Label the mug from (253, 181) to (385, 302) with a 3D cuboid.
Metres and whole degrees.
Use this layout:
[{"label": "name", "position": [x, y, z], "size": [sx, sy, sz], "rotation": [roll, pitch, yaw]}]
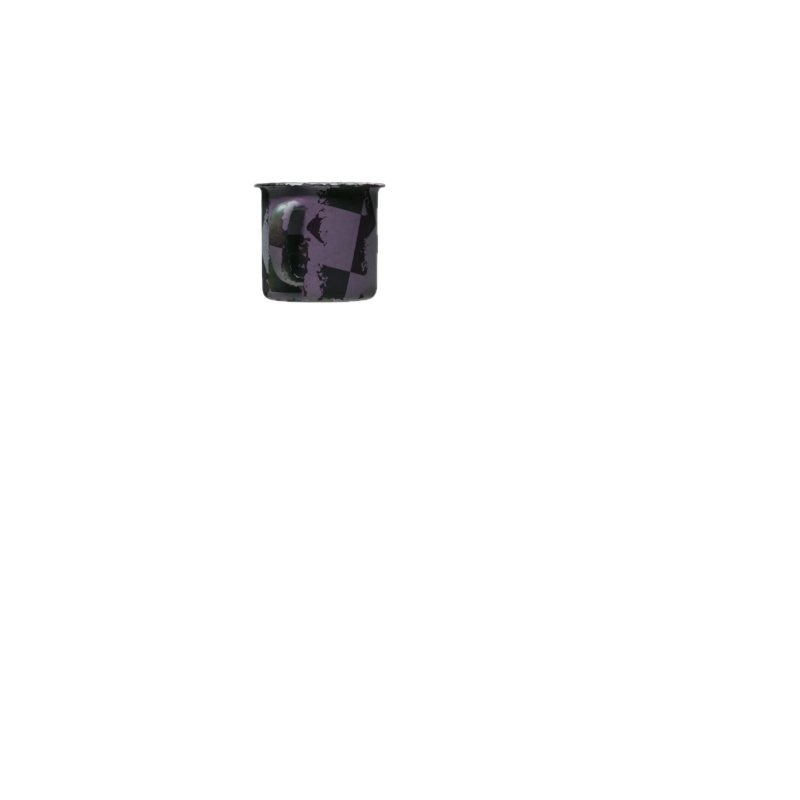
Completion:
[{"label": "mug", "position": [-0.060, -0.110, 0.771], "size": [0.096, 0.081, 0.115], "rotation": [2, 7, 18]}]
